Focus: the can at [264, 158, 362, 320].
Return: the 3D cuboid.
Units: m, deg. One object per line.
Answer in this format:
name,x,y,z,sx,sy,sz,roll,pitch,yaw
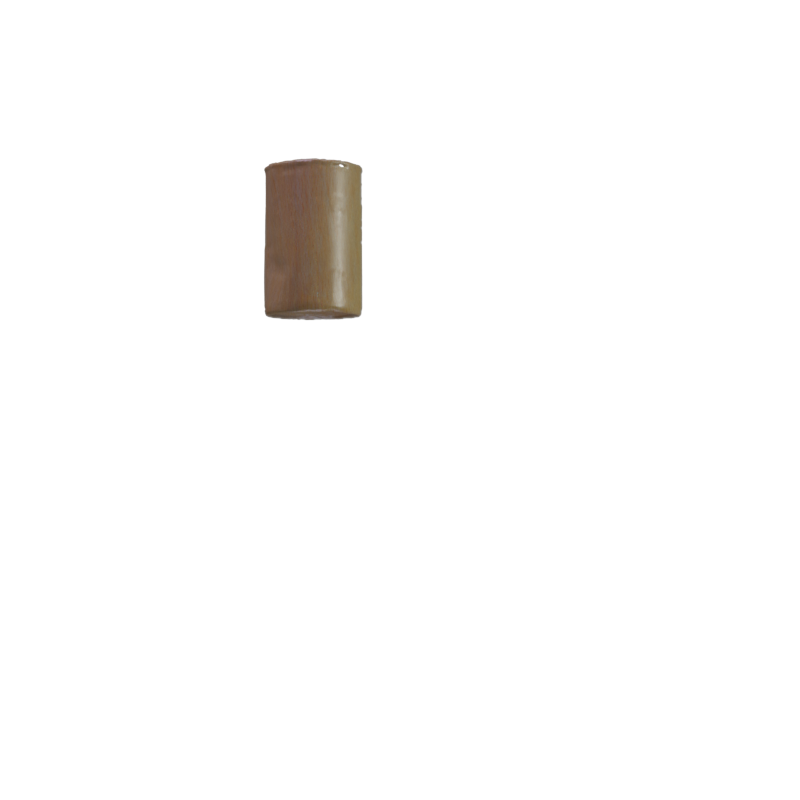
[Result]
can,-0.059,-0.108,0.757,0.068,0.104,0.067,0,-6,-2
